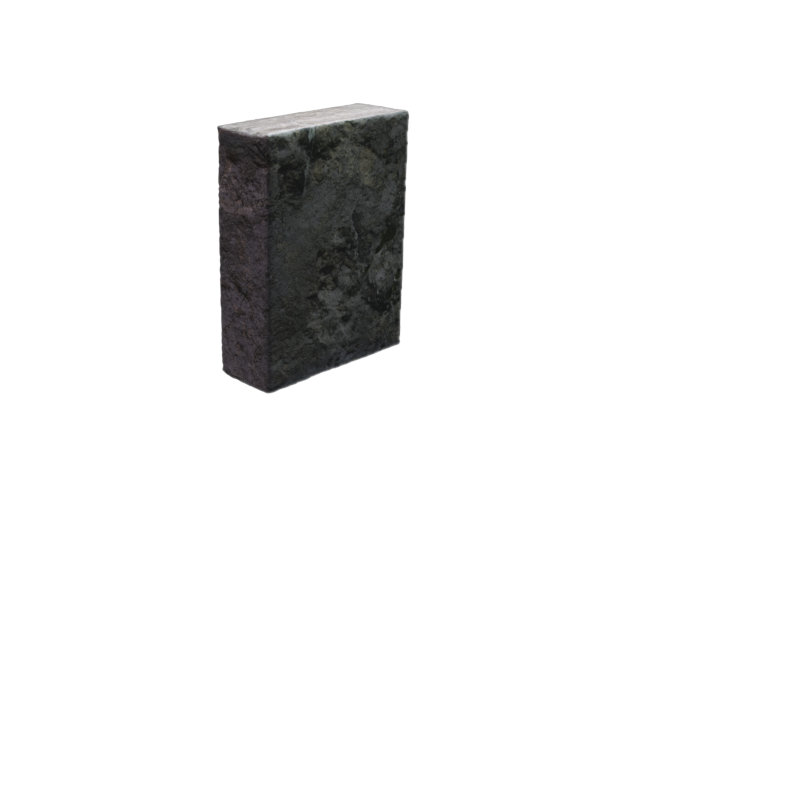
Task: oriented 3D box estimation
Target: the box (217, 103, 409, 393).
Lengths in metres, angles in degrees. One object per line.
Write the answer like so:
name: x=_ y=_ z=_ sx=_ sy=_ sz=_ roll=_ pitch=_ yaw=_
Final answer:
box: x=-0.073 y=-0.133 z=0.933 sx=0.076 sy=0.205 sz=0.161 roll=17 pitch=25 yaw=40
